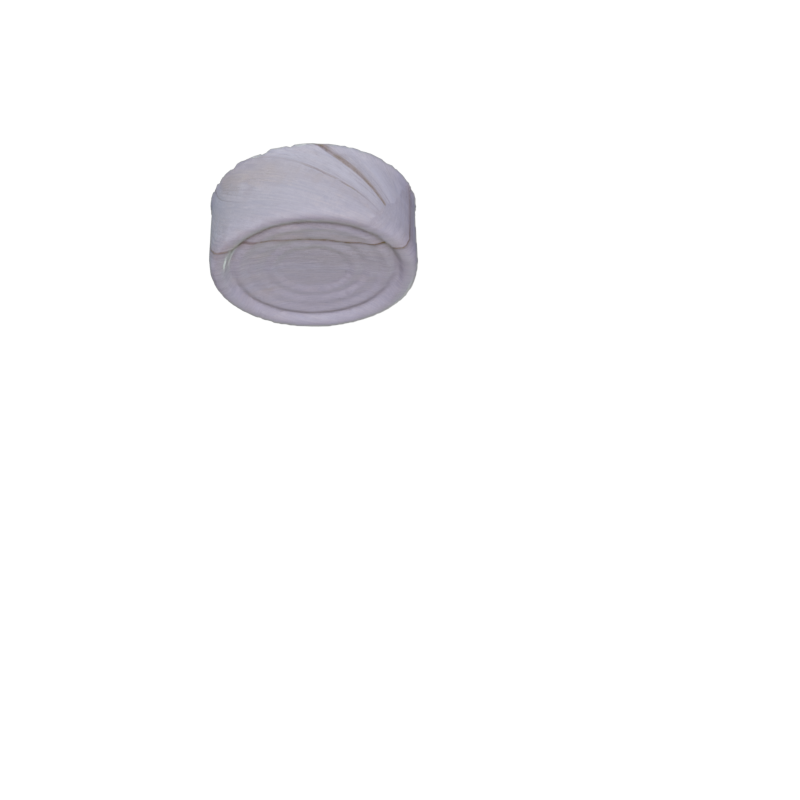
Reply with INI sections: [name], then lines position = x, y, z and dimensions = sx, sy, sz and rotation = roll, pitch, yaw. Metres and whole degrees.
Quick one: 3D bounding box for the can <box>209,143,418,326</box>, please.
[can]
position = -0.036, -0.065, 0.454
dimensions = 0.086, 0.036, 0.081
rotation = 1, -30, -2
